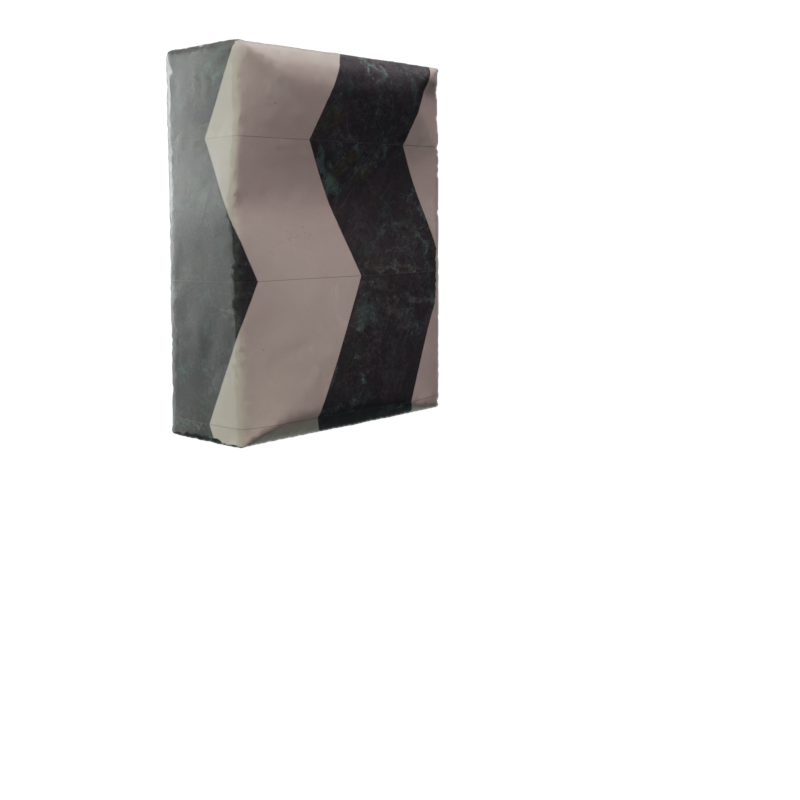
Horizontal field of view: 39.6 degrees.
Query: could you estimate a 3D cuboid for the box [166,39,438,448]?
[{"bbox_3d":[-0.050,-0.092,0.644,0.075,0.213,0.158,2,5,44],"label":"box"}]
